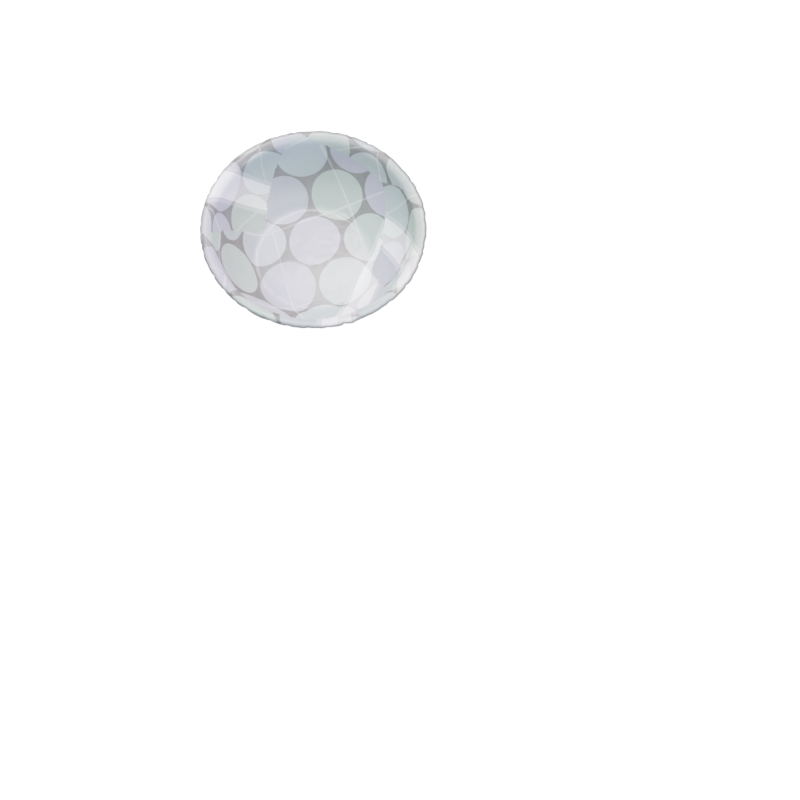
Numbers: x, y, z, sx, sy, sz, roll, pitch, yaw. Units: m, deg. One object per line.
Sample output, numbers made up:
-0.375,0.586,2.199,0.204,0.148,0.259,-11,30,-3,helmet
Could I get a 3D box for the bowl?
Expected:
-0.064,-0.116,0.812,0.162,0.172,0.052,-1,-27,-1,bowl
